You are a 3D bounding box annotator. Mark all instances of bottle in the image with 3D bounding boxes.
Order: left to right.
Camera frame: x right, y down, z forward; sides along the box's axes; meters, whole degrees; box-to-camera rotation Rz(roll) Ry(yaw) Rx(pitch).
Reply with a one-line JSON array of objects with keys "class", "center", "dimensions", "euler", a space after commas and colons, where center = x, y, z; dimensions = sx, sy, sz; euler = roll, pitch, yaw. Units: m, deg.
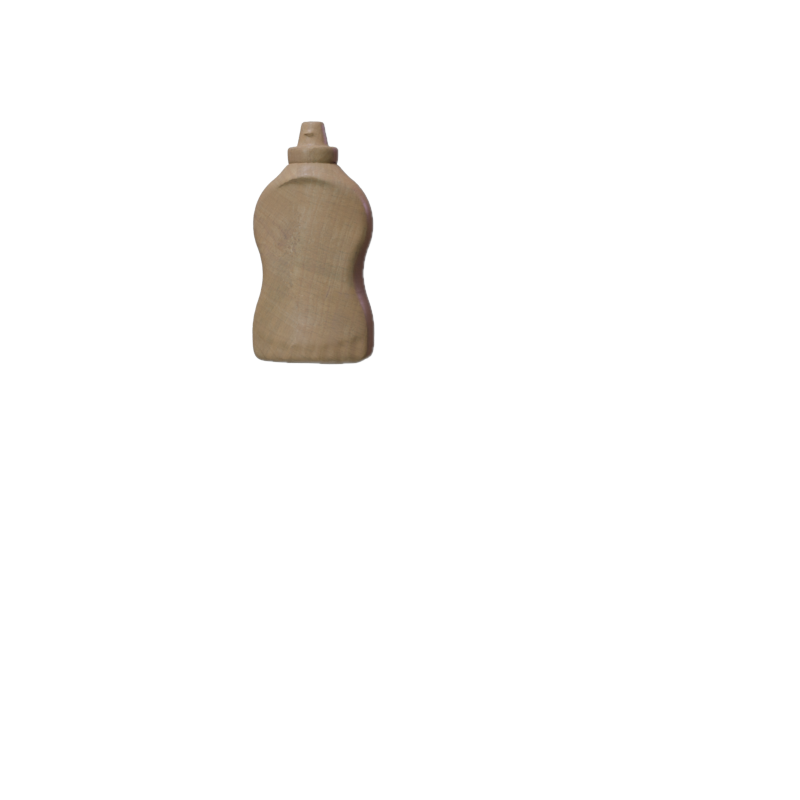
[{"class": "bottle", "center": [-0.070, -0.127, 0.891], "dimensions": [0.098, 0.191, 0.057], "euler": [1, 1, 15]}]
